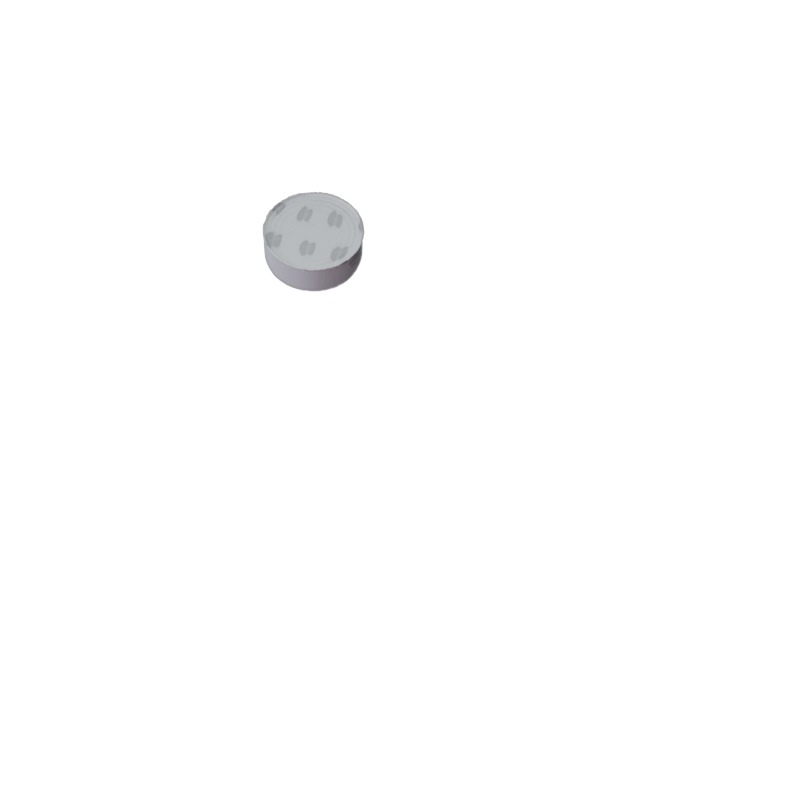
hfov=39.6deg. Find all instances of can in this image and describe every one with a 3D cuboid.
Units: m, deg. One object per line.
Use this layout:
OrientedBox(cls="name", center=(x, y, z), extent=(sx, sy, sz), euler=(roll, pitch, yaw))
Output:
OrientedBox(cls="can", center=(-0.074, -0.135, 0.946), extent=(0.086, 0.092, 0.031), euler=(-1, -36, -1))
